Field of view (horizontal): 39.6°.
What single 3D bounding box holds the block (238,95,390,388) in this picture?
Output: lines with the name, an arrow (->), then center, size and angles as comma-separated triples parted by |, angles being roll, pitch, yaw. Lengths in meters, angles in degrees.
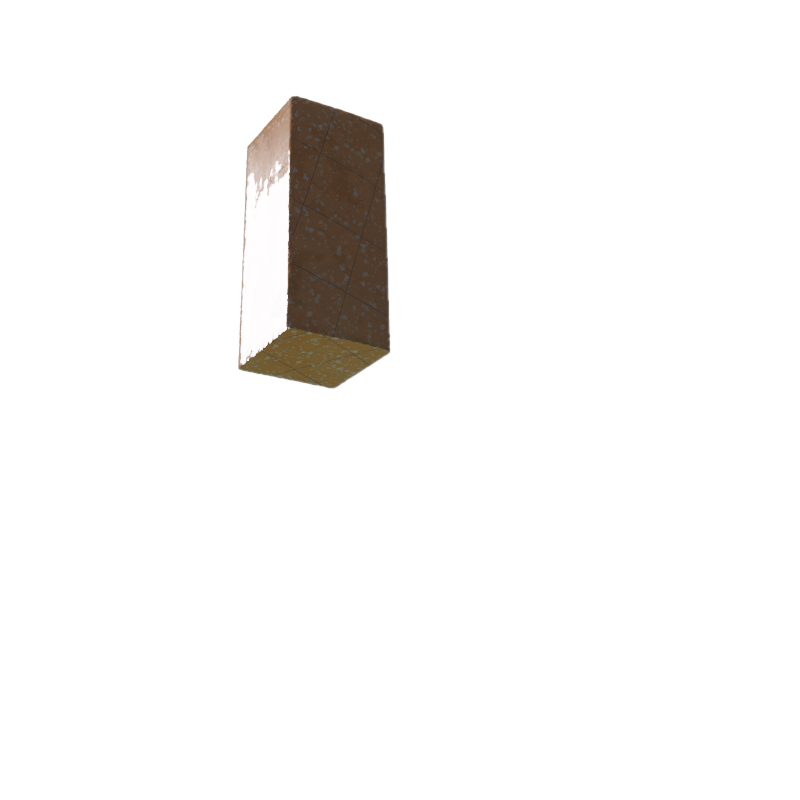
block -> -0.069, -0.127, 0.893 | 0.086, 0.219, 0.089 | 14, -30, -28
